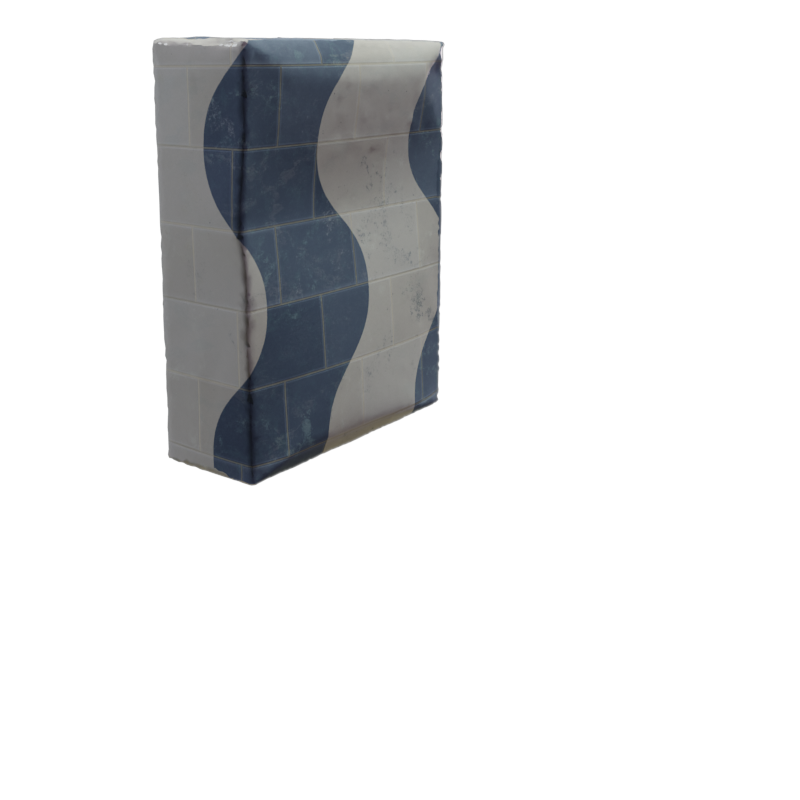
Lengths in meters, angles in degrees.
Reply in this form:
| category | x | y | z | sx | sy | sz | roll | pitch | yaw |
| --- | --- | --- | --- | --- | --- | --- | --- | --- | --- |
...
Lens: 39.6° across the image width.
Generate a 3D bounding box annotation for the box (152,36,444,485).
| category | x | y | z | sx | sy | sz | roll | pitch | yaw |
| --- | --- | --- | --- | --- | --- | --- | --- | --- | --- |
| box | -0.046 | -0.084 | 0.590 | 0.075 | 0.208 | 0.161 | 9 | 16 | 37 |
